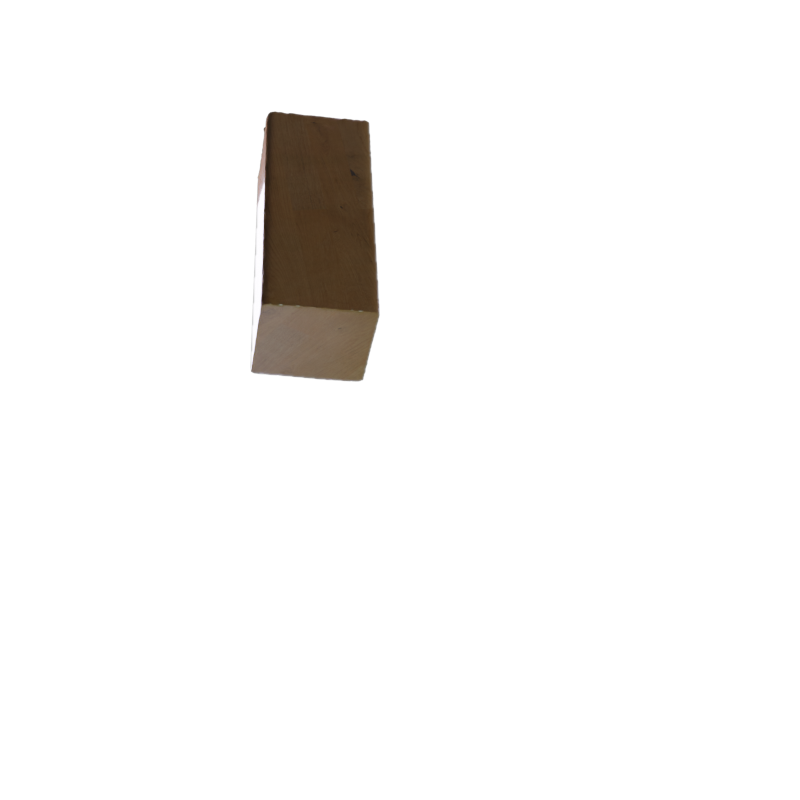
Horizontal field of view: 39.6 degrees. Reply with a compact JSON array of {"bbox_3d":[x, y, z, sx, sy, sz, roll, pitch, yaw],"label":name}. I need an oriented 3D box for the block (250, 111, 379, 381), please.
[{"bbox_3d":[-0.071,-0.128,0.895,0.089,0.221,0.085,4,-38,-9],"label":"block"}]
